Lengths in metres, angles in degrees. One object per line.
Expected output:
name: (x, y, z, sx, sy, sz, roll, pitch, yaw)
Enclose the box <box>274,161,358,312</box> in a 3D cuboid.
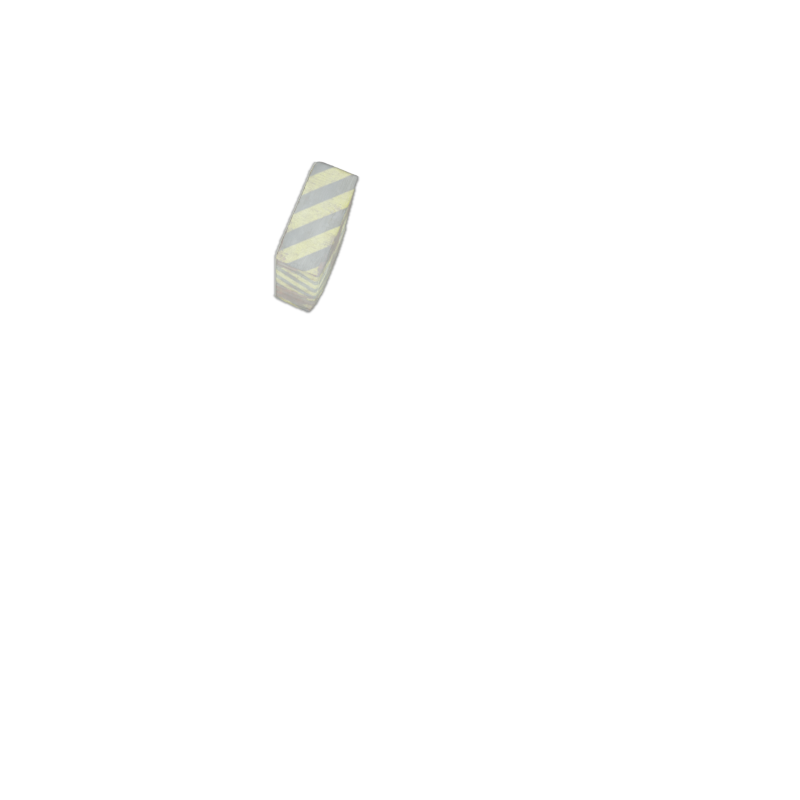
box: (-0.077, -0.140, 0.978, 0.048, 0.095, 0.172, 21, -9, -1)
